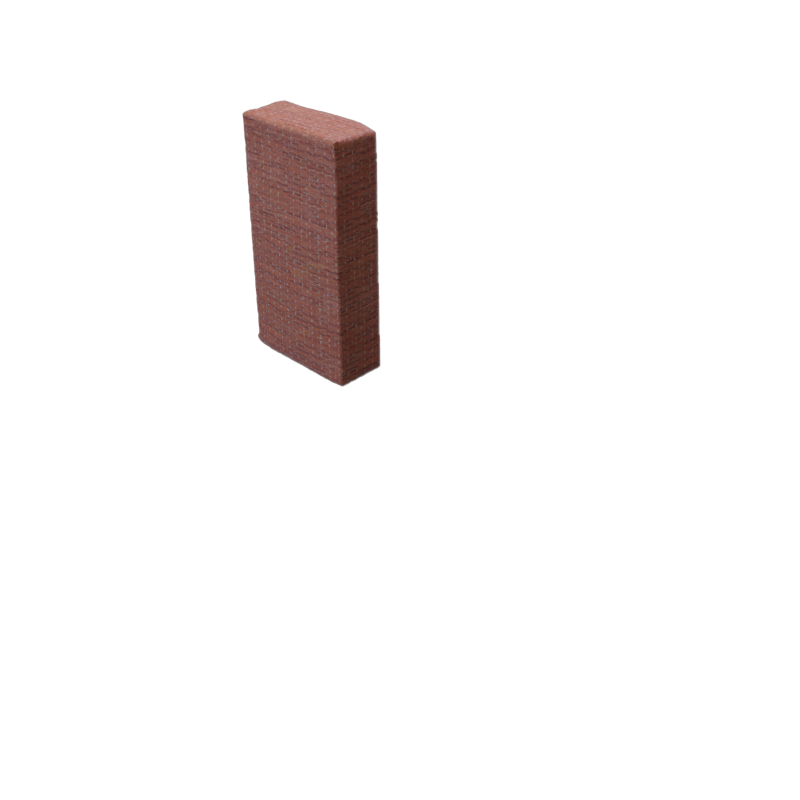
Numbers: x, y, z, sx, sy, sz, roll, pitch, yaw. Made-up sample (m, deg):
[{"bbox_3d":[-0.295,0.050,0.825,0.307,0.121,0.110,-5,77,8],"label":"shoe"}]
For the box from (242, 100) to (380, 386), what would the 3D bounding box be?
[{"bbox_3d":[-0.059,-0.108,0.753,0.047,0.167,0.100,-21,34,-39],"label":"box"}]
